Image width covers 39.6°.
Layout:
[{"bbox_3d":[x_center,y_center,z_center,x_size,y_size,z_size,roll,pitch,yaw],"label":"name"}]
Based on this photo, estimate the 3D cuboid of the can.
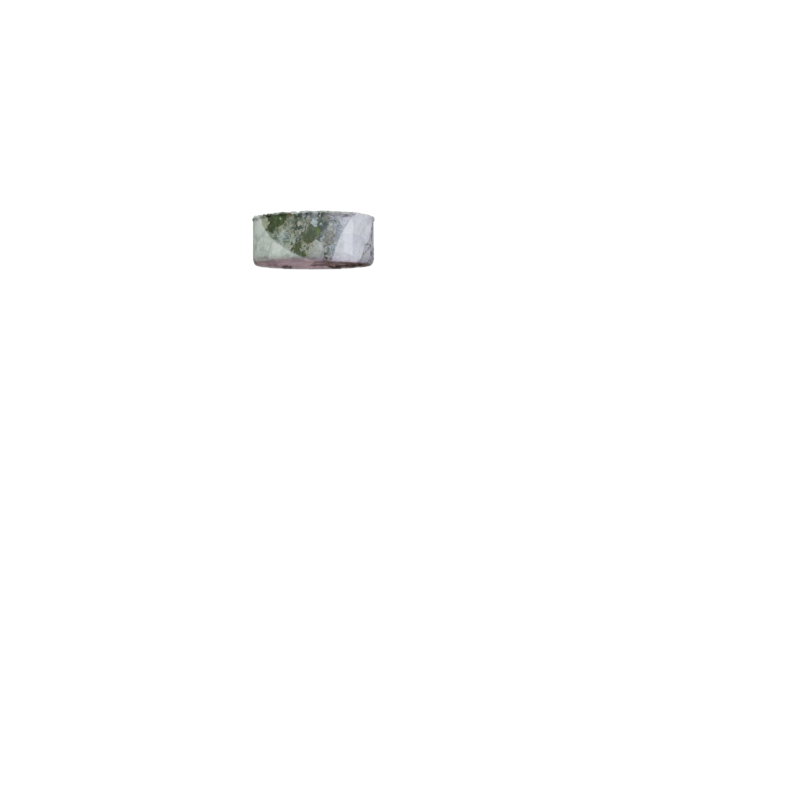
[{"bbox_3d":[-0.061,-0.110,0.773,0.086,0.034,0.086,0,1,-2],"label":"can"}]
